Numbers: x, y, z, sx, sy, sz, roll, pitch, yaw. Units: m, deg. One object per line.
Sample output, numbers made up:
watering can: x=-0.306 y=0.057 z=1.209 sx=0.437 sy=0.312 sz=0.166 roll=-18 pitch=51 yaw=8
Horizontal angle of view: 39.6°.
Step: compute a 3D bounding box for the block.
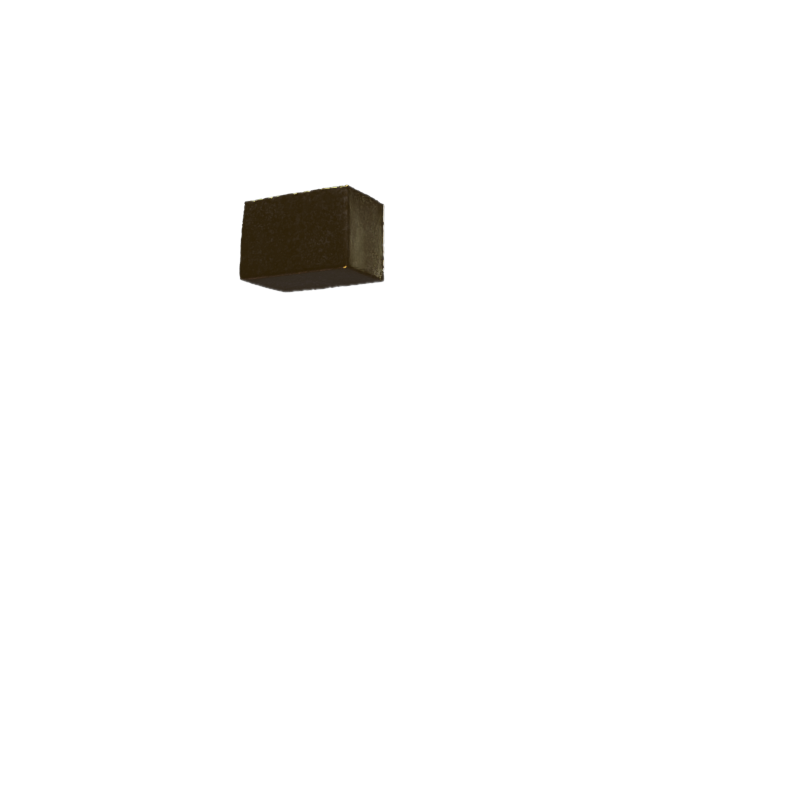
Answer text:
block: x=-0.055 y=-0.100 z=0.698 sx=0.080 sy=0.053 sz=0.050 roll=-5 pitch=-10 yaw=28
